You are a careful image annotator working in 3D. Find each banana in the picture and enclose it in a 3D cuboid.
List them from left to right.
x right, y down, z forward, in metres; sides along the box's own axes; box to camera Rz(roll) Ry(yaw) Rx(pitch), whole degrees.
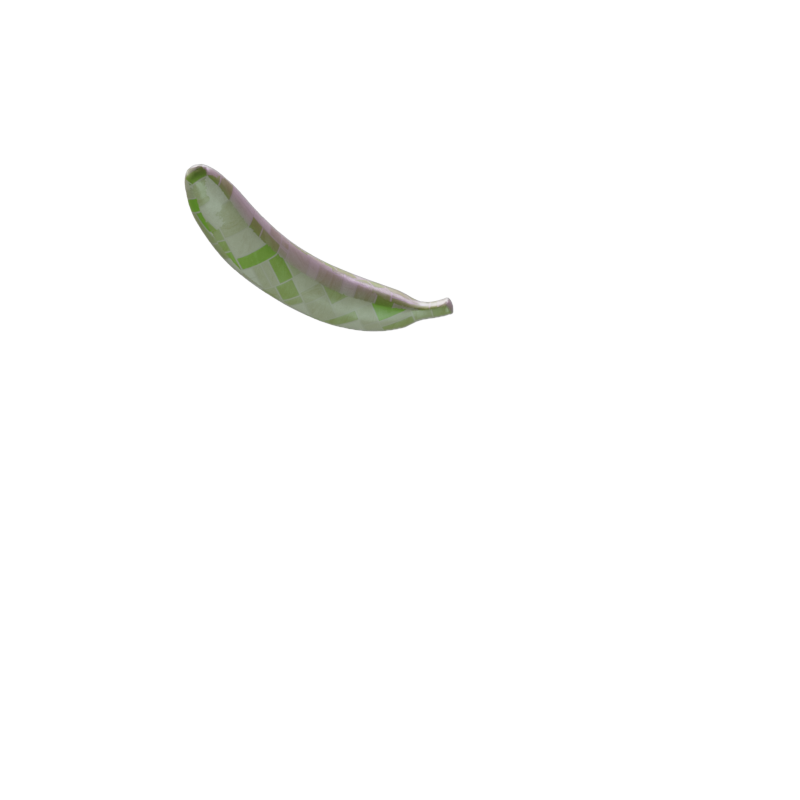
[{"bbox_3d":[-0.063,-0.088,0.708,0.188,0.039,0.068,25,-50,-24],"label":"banana"}]
